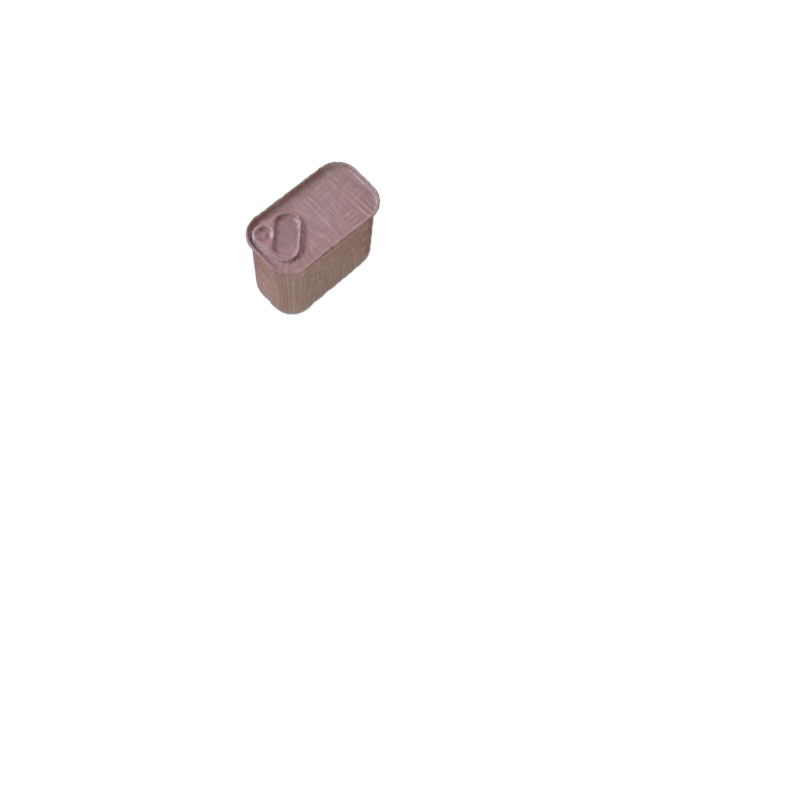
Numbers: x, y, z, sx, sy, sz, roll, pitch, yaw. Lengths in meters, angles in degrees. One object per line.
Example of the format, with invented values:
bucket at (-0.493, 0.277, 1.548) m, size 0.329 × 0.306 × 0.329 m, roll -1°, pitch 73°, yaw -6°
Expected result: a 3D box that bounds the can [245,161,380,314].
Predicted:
can at (-0.067, -0.121, 0.851) m, size 0.103 × 0.060 × 0.080 m, roll -40°, pitch -15°, yaw -17°
